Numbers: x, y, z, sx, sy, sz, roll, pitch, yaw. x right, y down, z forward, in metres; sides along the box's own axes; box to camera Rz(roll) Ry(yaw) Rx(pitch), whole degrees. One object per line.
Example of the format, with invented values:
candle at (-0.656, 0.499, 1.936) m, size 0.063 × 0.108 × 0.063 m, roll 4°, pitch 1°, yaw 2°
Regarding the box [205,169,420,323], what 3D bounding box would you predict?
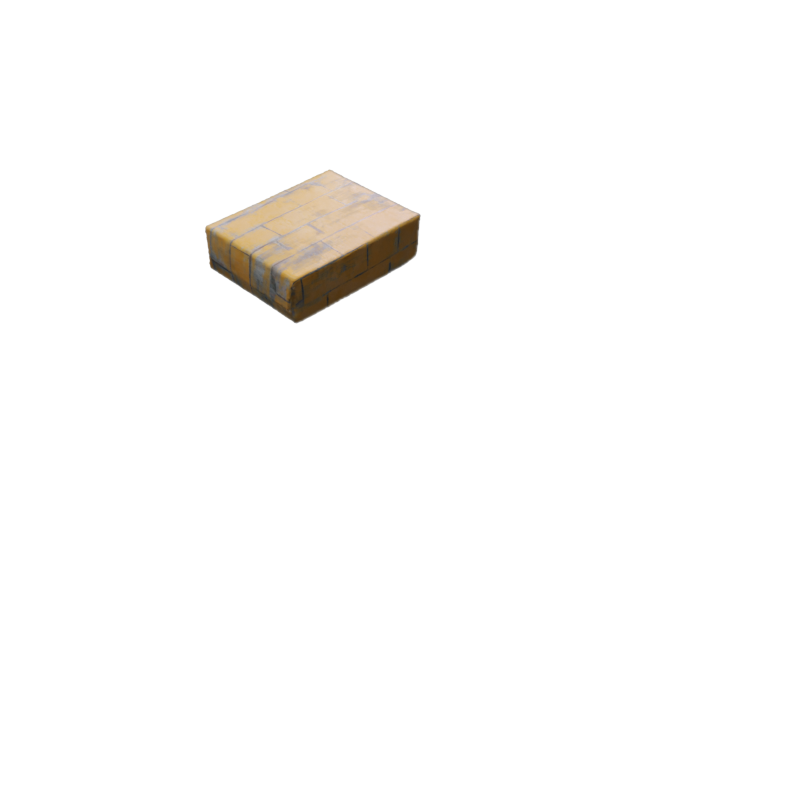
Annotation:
box at (-0.057, -0.104, 0.727) m, size 0.113 × 0.036 × 0.096 m, roll -30°, pitch 46°, yaw -34°
